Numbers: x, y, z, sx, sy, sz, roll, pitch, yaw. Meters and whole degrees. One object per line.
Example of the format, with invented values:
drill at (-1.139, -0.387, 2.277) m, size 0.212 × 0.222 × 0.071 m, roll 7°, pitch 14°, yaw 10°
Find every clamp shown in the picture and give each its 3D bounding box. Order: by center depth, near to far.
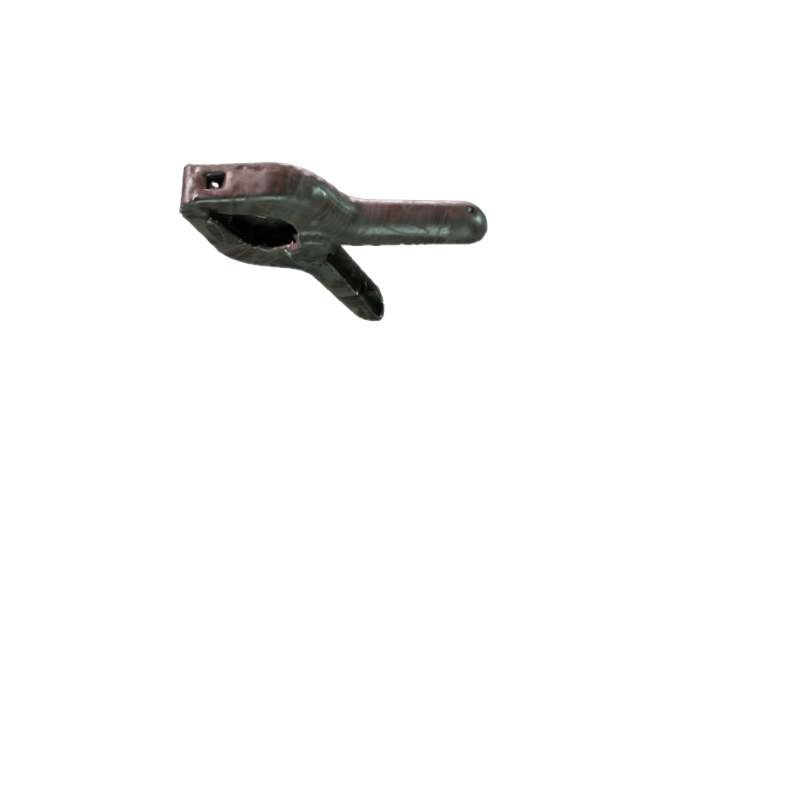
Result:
clamp at (-0.050, -0.091, 0.640) m, size 0.166 × 0.042 × 0.116 m, roll 13°, pitch -38°, yaw -18°
